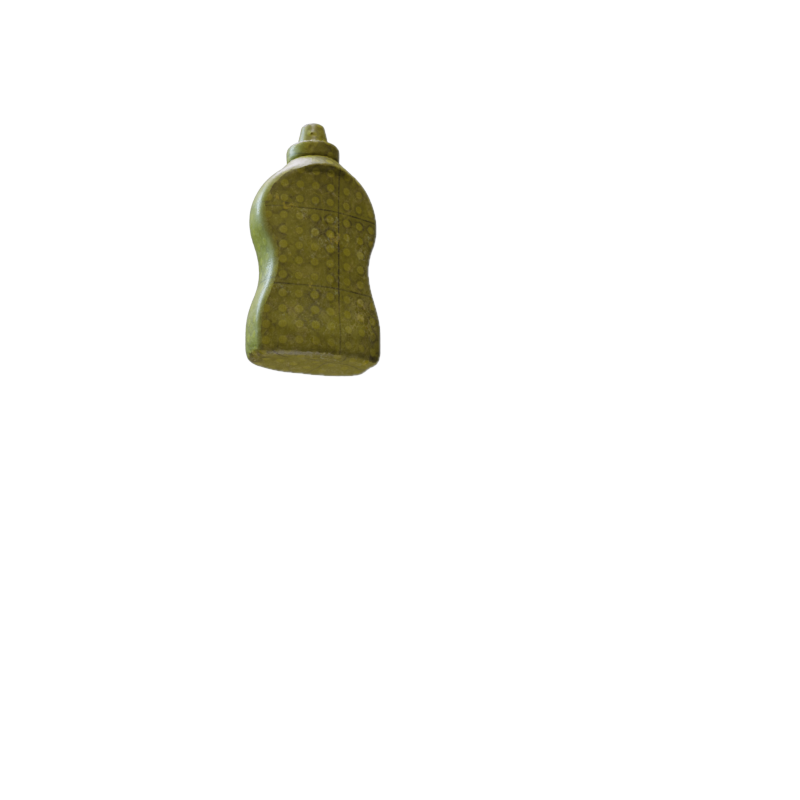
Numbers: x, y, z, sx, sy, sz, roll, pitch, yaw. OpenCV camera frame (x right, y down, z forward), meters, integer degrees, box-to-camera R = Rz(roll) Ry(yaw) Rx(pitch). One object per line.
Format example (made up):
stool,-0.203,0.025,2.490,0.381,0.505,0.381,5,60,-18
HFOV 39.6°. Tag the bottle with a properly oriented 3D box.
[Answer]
bottle,-0.065,-0.118,0.824,0.093,0.201,0.057,6,-22,-20
